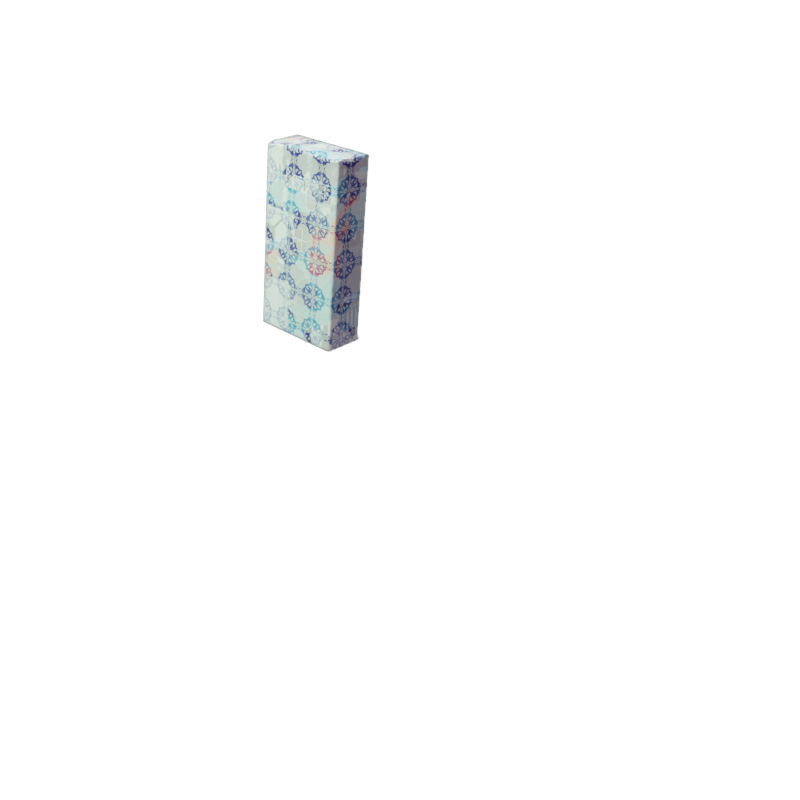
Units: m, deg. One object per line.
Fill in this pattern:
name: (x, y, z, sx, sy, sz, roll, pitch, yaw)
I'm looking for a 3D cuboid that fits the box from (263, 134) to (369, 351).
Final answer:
box: (-0.078, -0.142, 0.994, 0.099, 0.168, 0.047, 22, 29, 40)
